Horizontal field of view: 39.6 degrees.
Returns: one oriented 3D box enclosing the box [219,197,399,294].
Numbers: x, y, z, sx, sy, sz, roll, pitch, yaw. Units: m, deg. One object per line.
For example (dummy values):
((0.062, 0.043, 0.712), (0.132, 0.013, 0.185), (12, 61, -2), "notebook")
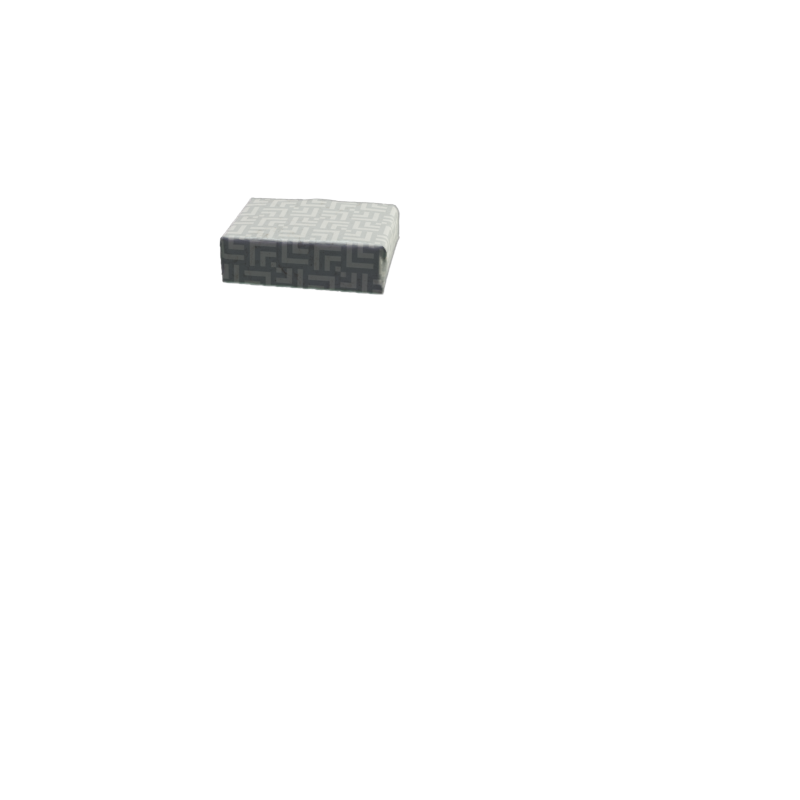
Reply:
((-0.048, -0.087, 0.610), (0.090, 0.029, 0.076), (4, 26, 7), "box")
